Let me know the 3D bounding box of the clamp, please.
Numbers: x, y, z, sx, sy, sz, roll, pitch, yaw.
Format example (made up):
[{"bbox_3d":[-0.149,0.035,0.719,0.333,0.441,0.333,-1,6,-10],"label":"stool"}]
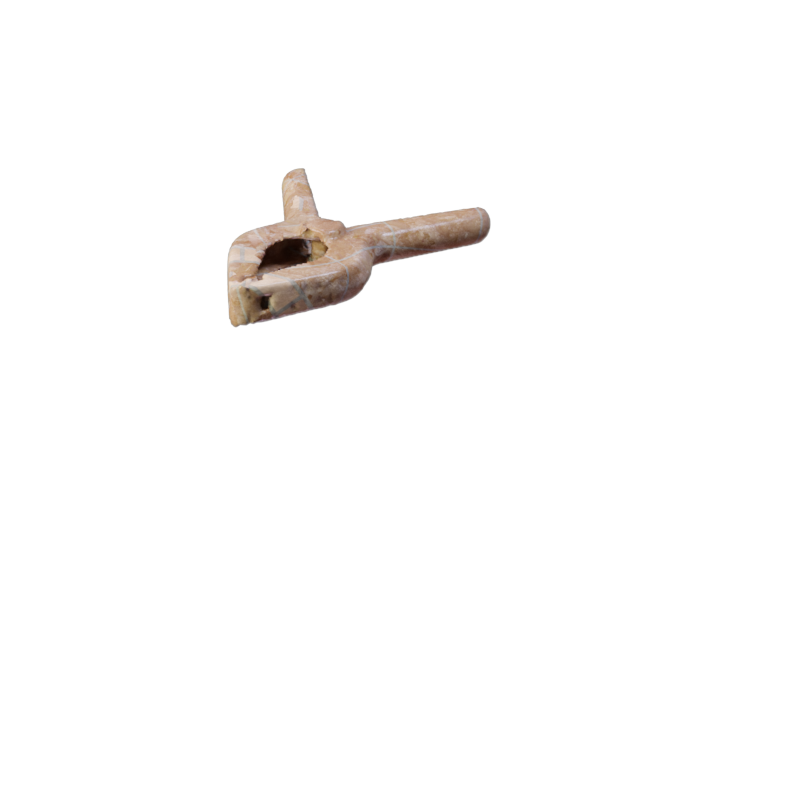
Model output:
[{"bbox_3d":[-0.058,-0.107,0.746,0.173,0.034,0.211,19,35,30],"label":"clamp"}]
